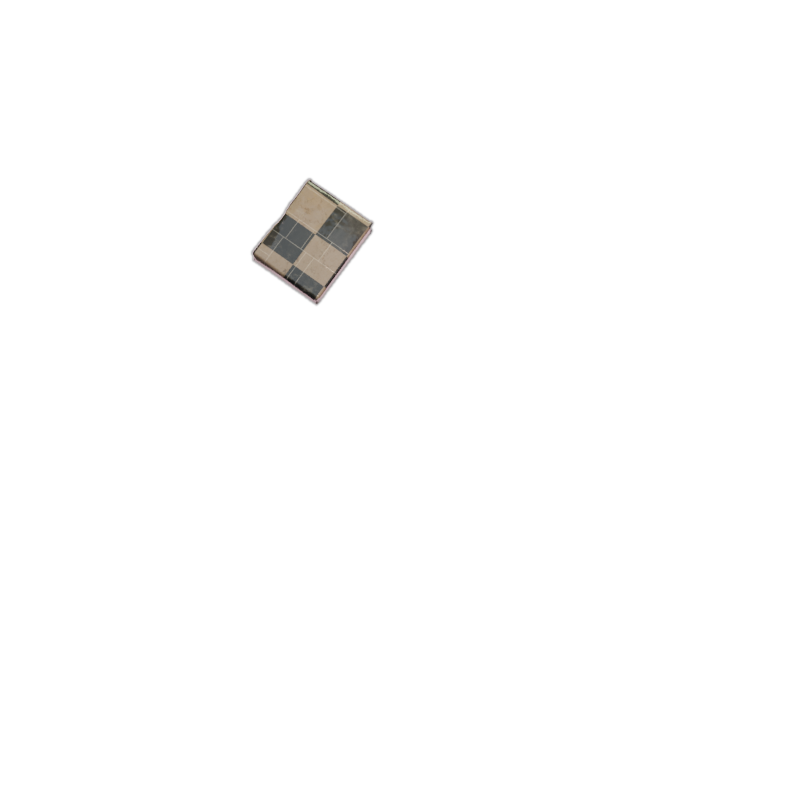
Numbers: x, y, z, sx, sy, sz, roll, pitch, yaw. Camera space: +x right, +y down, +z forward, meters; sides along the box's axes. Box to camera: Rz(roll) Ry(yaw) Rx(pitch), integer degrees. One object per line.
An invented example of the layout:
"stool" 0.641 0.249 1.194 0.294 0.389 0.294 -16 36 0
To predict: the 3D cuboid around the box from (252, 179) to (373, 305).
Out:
"box" -0.078 -0.143 0.998 0.075 0.090 0.029 35 -13 8
